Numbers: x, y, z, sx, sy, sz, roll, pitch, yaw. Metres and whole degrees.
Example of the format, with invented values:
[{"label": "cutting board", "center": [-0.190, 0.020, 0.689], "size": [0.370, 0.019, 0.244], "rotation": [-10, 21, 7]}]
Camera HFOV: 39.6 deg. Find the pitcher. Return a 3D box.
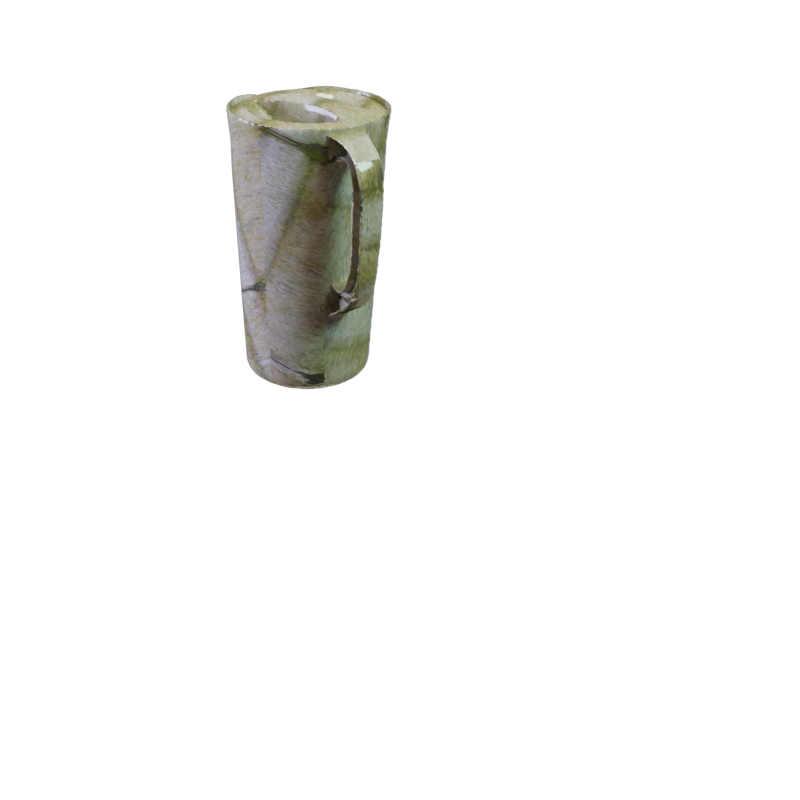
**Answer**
[{"label": "pitcher", "center": [-0.072, -0.132, 0.925], "size": [0.148, 0.231, 0.154], "rotation": [7, 25, 12]}]
